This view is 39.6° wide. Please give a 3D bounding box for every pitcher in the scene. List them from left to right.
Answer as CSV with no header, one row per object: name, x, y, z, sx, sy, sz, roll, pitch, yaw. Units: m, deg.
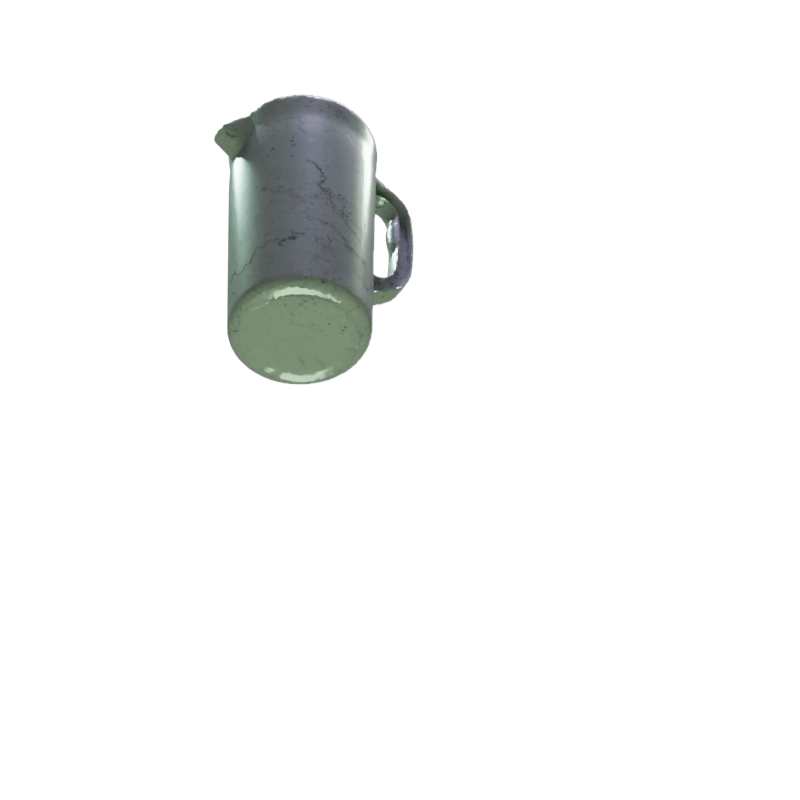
pitcher,-0.071,-0.130,0.909,0.150,0.134,0.261,-12,43,8
